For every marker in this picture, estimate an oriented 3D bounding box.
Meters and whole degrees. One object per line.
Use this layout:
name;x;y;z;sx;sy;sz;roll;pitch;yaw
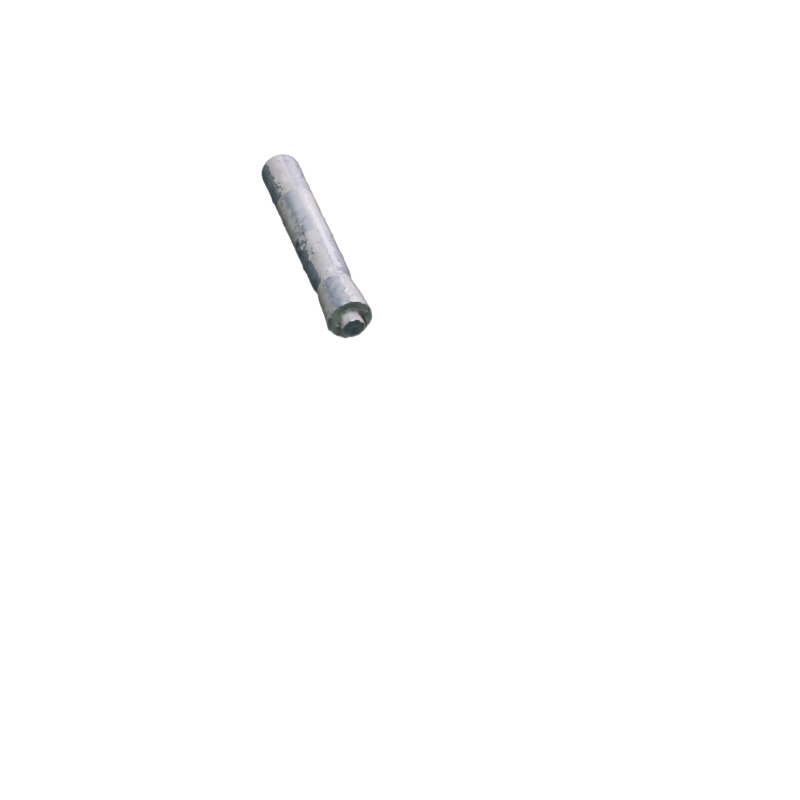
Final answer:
marker;-0.038;-0.069;0.482;0.019;0.019;0.131;-2;39;-21
